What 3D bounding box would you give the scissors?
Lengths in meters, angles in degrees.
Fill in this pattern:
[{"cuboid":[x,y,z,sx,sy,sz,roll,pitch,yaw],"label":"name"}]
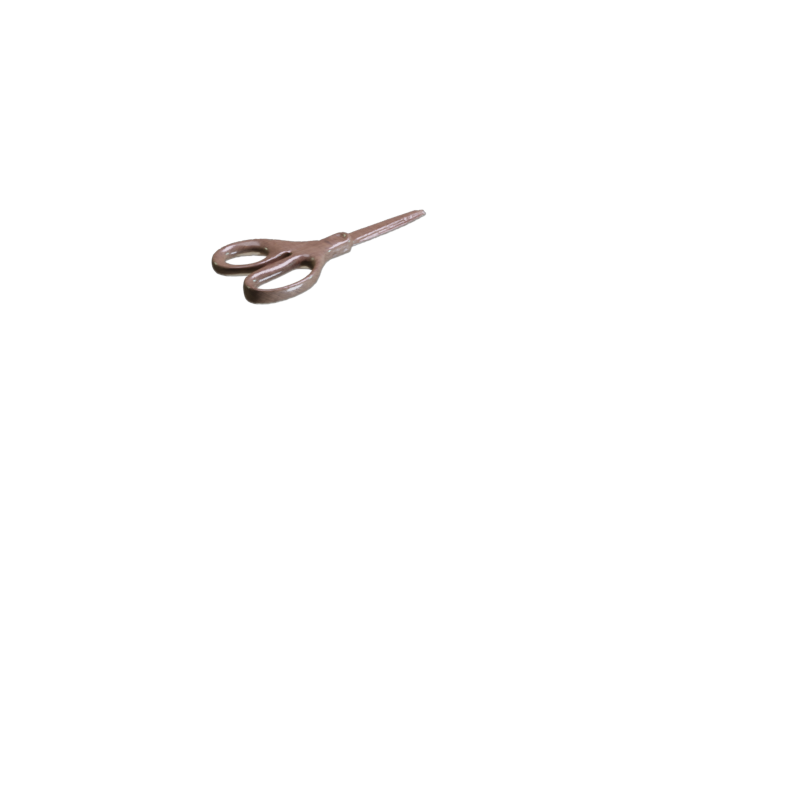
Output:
[{"cuboid":[-0.069,-0.126,0.885,0.101,0.015,0.204,17,36,26],"label":"scissors"}]
